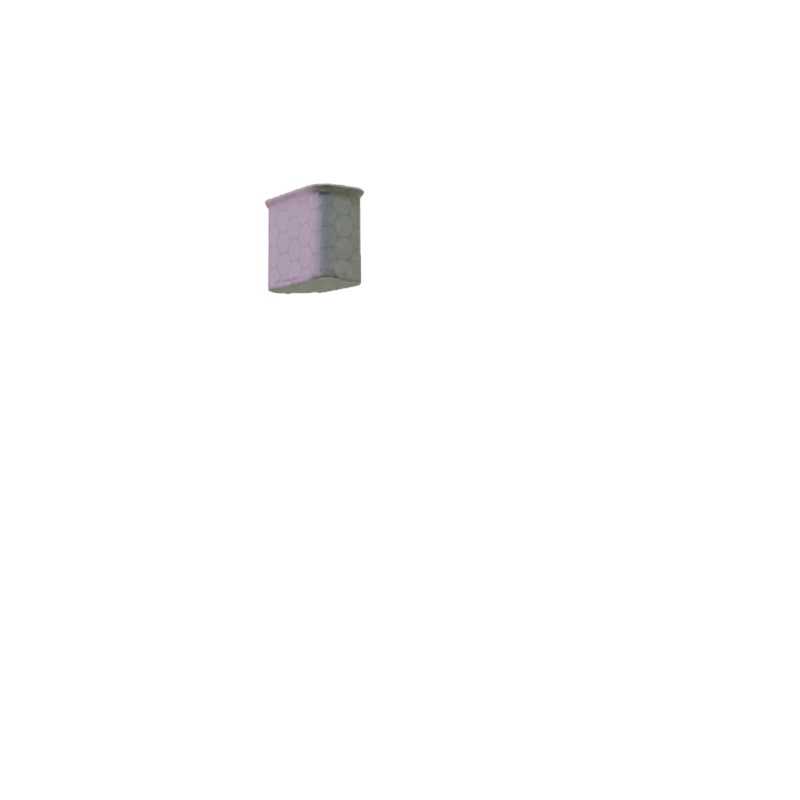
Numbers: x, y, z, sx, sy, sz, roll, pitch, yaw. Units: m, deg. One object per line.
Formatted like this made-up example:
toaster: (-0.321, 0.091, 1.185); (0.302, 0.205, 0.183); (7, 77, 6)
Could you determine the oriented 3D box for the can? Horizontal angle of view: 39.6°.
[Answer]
can: (-0.077, -0.141, 0.986); (0.055, 0.086, 0.104); (5, -8, -36)
